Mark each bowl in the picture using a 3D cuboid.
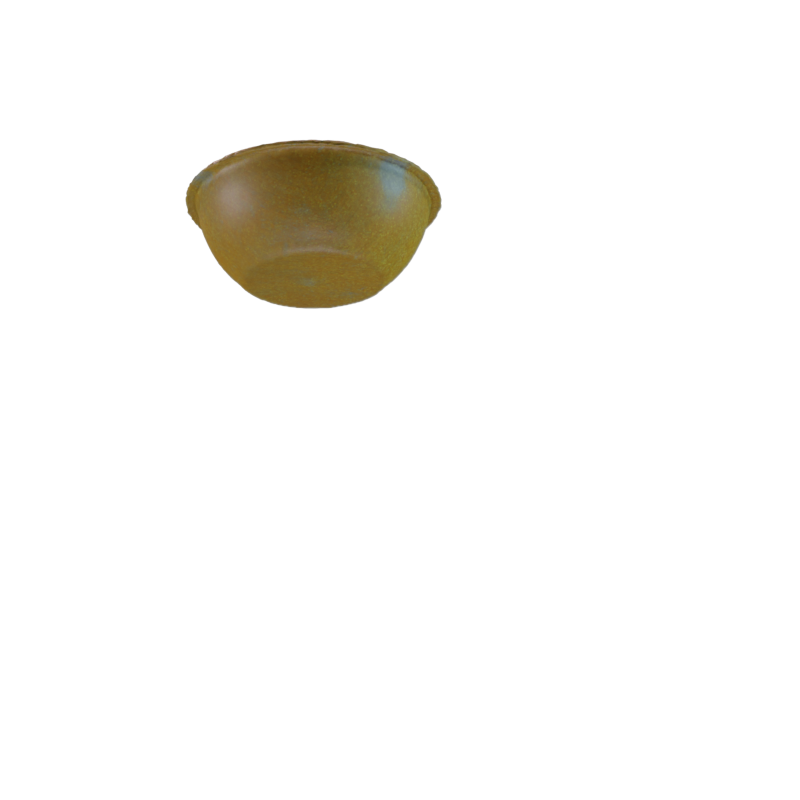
[{"bbox_3d":[-0.054,-0.099,0.693,0.162,0.058,0.154,0,-19,-2],"label":"bowl"}]
